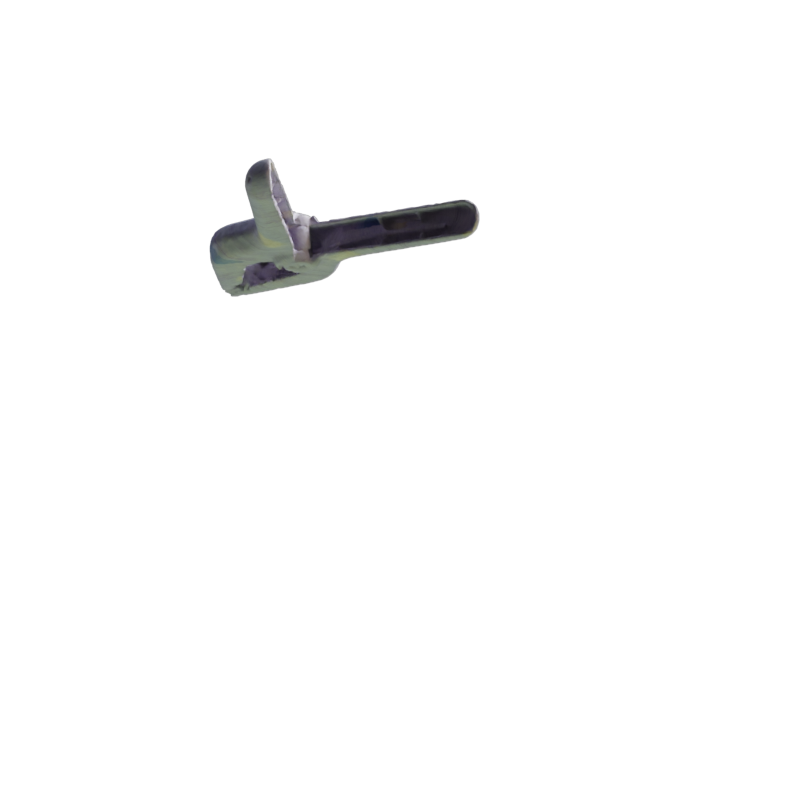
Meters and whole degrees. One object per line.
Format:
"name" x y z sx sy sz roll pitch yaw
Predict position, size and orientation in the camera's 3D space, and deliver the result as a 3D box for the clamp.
"clamp" -0.059 -0.108 0.755 0.159 0.038 0.210 6 -13 -26
